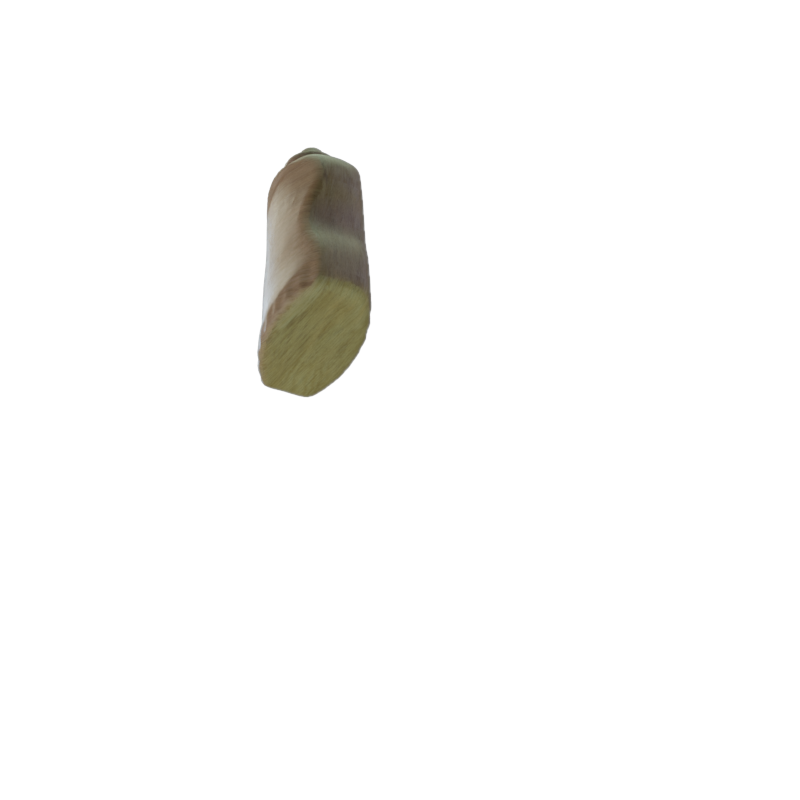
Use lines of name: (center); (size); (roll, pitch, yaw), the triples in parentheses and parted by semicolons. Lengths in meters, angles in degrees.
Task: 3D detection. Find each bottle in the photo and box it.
bottle: (-0.056, -0.101, 0.709); (0.057, 0.092, 0.206); (15, 40, -17)
